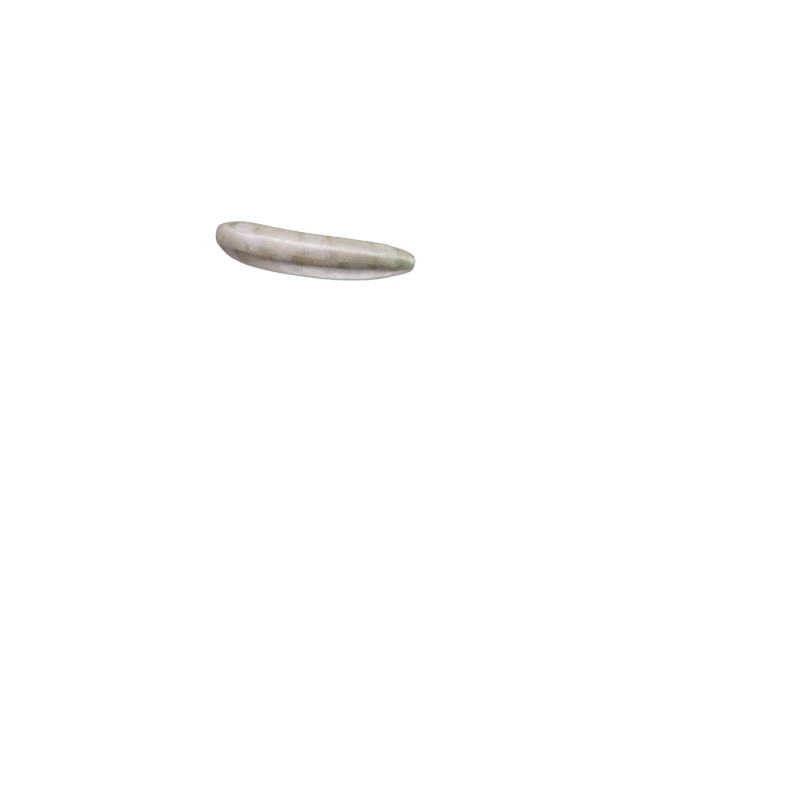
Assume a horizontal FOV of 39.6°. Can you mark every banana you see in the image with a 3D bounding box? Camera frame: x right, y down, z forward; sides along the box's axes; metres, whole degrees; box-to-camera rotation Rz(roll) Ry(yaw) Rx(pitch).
[{"bbox_3d":[-0.088,-0.132,0.963,0.207,0.035,0.070,15,30,26],"label":"banana"}]
